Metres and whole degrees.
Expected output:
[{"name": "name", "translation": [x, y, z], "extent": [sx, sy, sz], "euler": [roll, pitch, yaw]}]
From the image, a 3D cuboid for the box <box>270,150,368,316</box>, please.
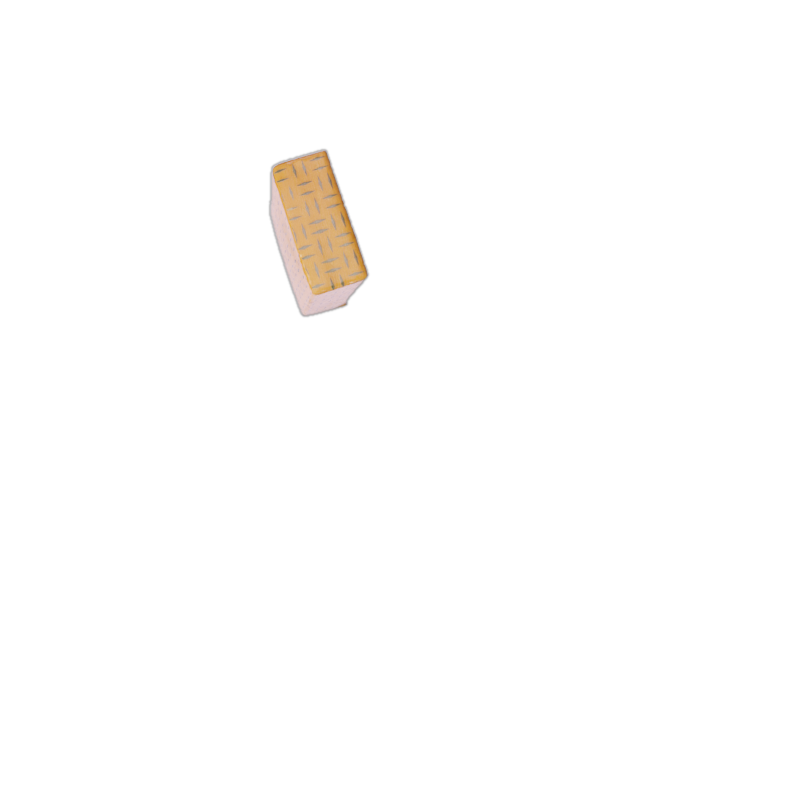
[{"name": "box", "translation": [-0.064, -0.116, 0.811], "extent": [0.048, 0.095, 0.174], "euler": [-18, -1, -4]}]
